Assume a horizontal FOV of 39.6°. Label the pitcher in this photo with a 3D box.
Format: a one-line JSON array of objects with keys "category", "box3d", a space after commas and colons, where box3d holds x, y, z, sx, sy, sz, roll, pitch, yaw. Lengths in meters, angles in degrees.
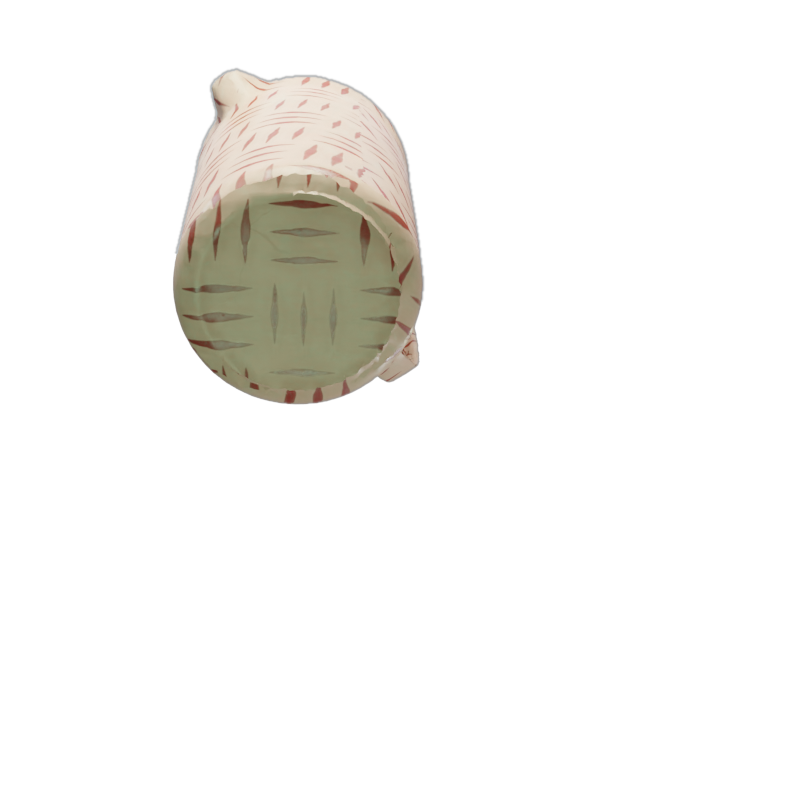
[{"category": "pitcher", "box3d": [-0.046, -0.083, 0.584, 0.148, 0.140, 0.254, 11, 20, -7]}]
